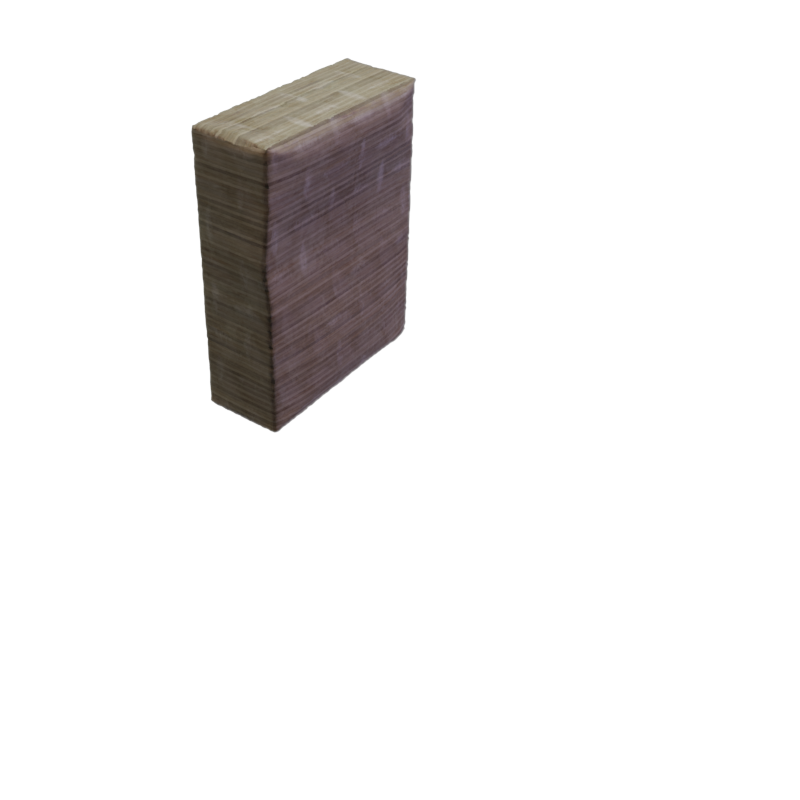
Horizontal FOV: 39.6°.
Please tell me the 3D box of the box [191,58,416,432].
[{"bbox_3d":[-0.061,-0.111,0.776,0.076,0.201,0.165,21,37,28],"label":"box"}]
